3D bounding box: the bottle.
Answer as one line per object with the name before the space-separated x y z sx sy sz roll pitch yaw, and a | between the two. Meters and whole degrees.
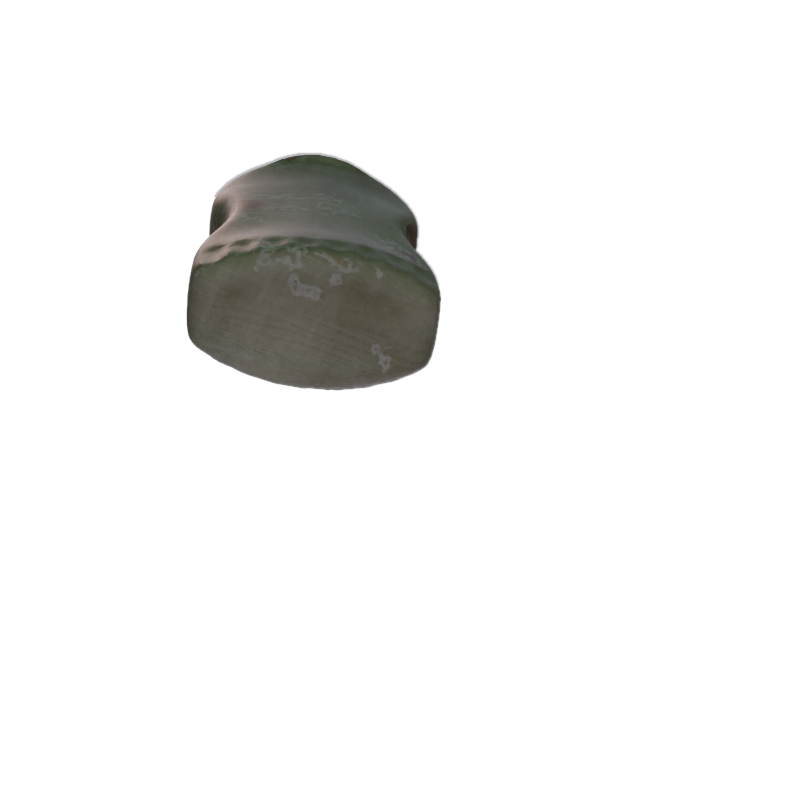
bottle | -0.039 -0.071 0.501 0.095 0.056 0.202 3 25 -5
